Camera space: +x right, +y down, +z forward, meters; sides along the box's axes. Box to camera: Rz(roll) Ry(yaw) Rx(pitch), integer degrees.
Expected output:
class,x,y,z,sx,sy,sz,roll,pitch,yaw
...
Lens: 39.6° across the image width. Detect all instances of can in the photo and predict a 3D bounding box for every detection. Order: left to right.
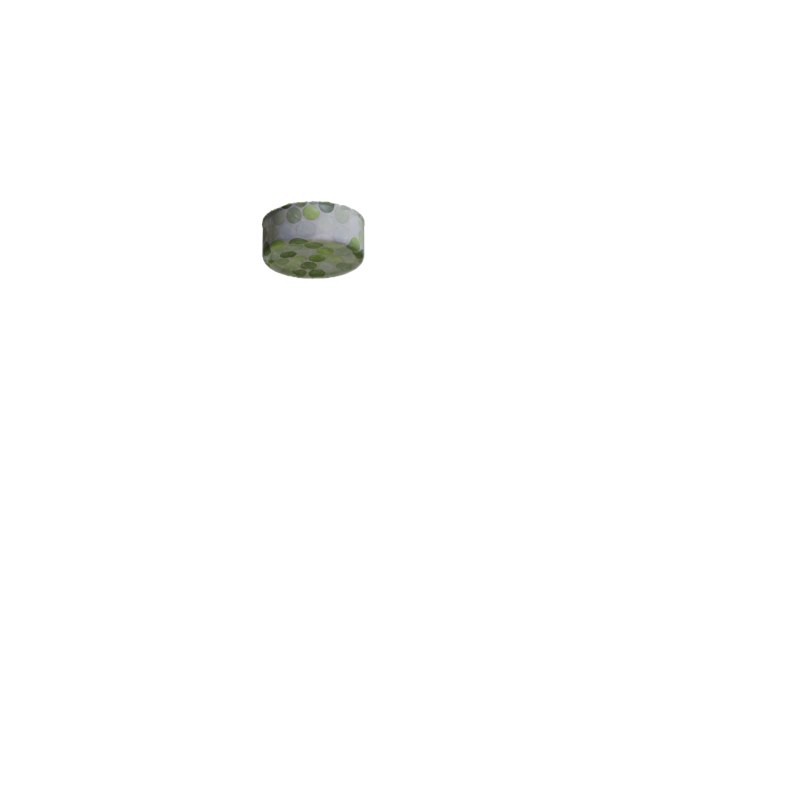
class,x,y,z,sx,sy,sz,roll,pitch,yaw
can,-0.072,-0.131,0.917,0.086,0.035,0.082,0,-18,-2
